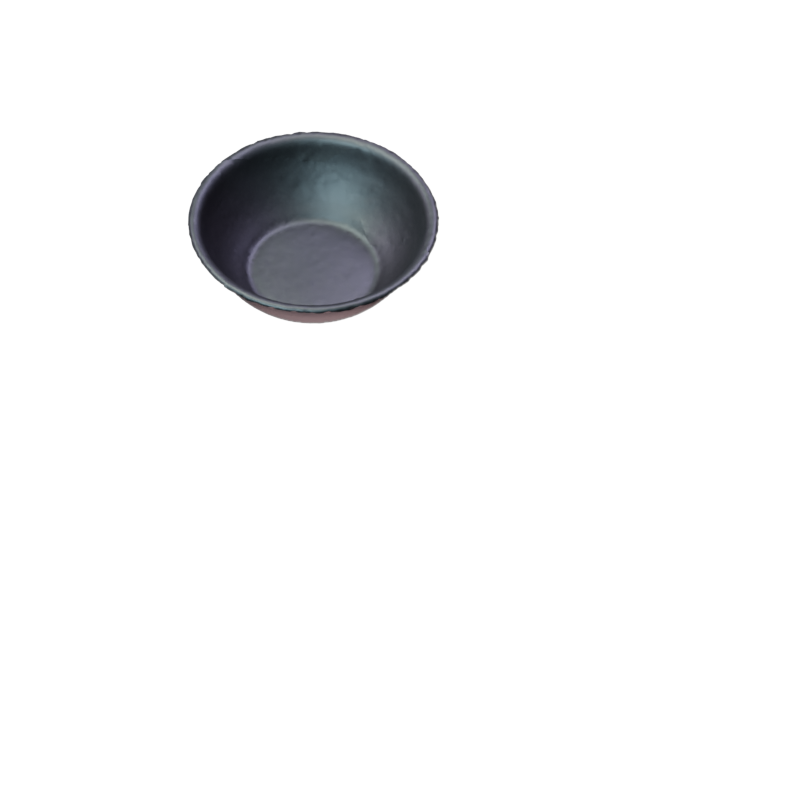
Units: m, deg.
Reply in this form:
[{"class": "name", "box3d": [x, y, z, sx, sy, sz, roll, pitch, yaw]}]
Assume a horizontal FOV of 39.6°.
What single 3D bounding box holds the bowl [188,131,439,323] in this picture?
[{"class": "bowl", "box3d": [-0.058, -0.105, 0.735, 0.162, 0.174, 0.051, -1, -39, -1]}]
